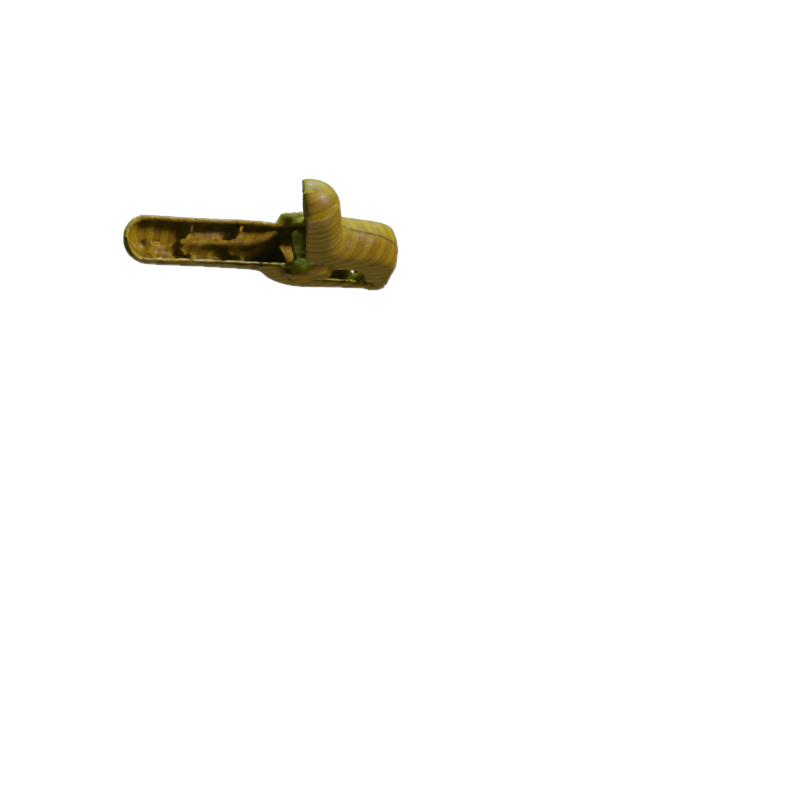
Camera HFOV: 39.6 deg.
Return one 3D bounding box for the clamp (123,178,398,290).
[{"bbox_3d":[-0.046,-0.084,0.585,0.124,0.040,0.164,0,1,38],"label":"clamp"}]
